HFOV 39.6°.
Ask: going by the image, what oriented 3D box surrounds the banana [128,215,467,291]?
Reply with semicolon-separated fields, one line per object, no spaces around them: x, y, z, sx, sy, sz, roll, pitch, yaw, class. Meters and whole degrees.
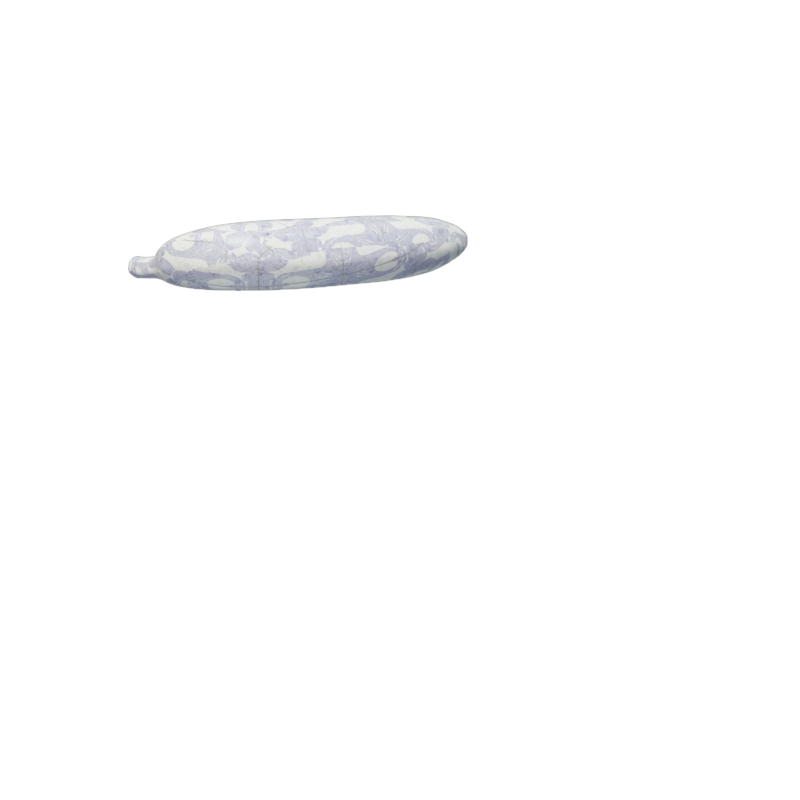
-0.047;-0.083;0.606;0.194;0.036;0.073;-5;17;-14;banana
